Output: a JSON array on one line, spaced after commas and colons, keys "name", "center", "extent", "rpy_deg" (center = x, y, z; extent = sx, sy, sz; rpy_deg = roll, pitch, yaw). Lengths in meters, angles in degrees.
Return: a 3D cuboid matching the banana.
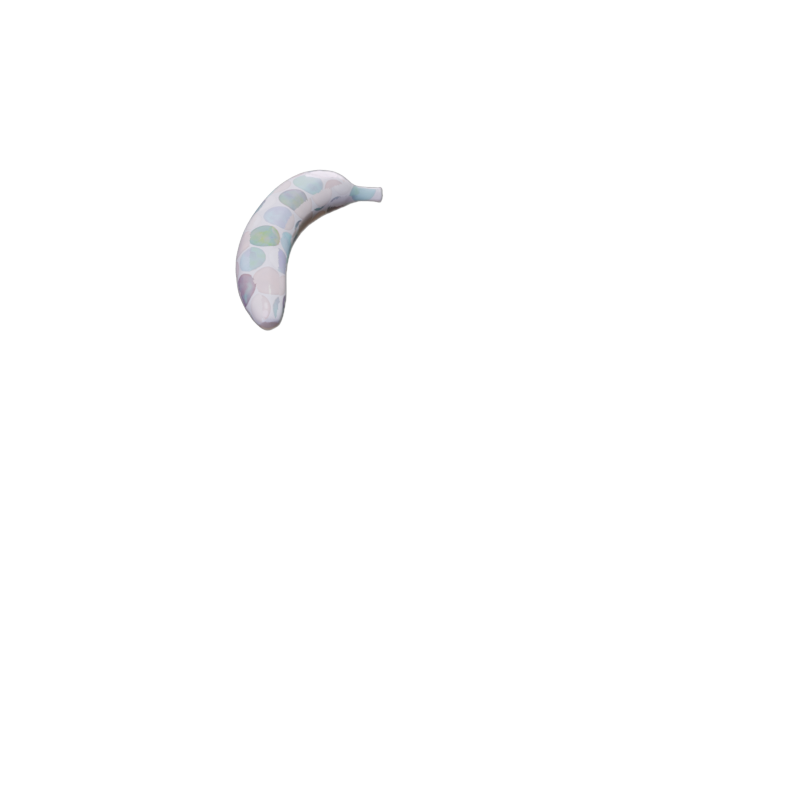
[{"name": "banana", "center": [-0.078, -0.122, 0.809], "extent": [0.072, 0.034, 0.205], "rpy_deg": [14, 42, 16]}]
